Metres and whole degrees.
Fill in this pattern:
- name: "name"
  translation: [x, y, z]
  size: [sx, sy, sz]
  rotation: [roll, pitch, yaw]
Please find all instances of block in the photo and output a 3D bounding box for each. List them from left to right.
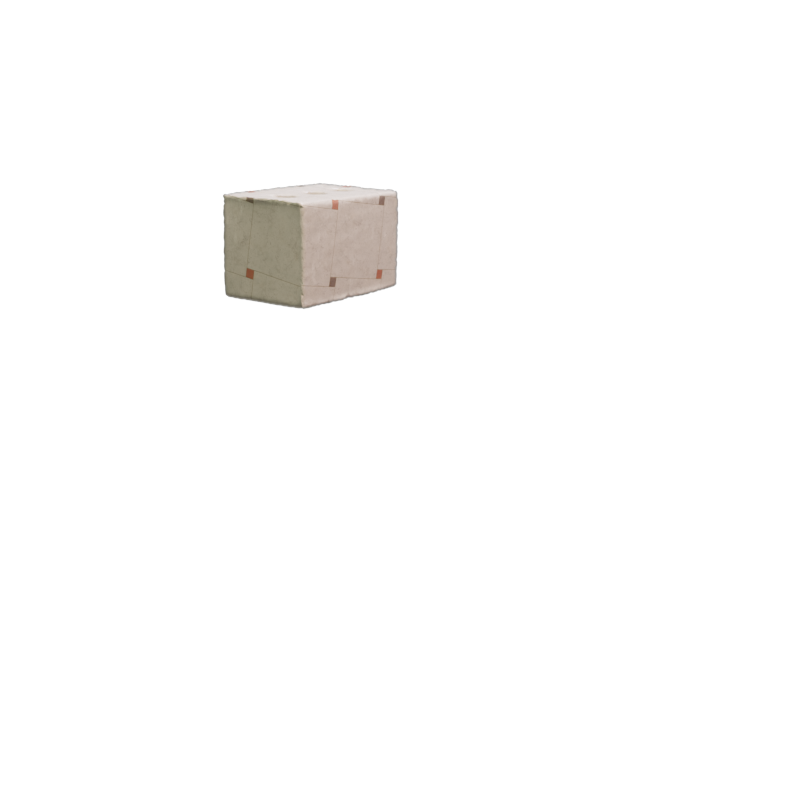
- name: "block"
  translation: [-0.043, -0.079, 0.555]
  size: [0.055, 0.050, 0.076]
  rotation: [9, 17, 35]
